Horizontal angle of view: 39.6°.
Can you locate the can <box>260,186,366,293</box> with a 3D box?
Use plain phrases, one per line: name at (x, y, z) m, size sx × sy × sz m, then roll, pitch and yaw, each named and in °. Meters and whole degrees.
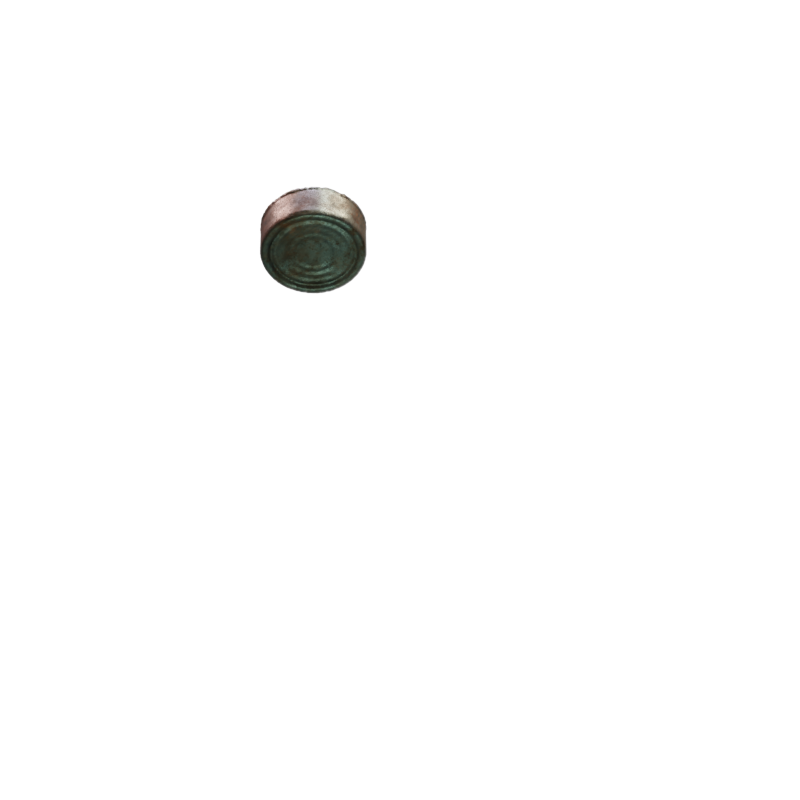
can at (-0.069, -0.126, 0.883) m, size 0.086 × 0.080 × 0.036 m, roll 1°, pitch 44°, yaw -1°
